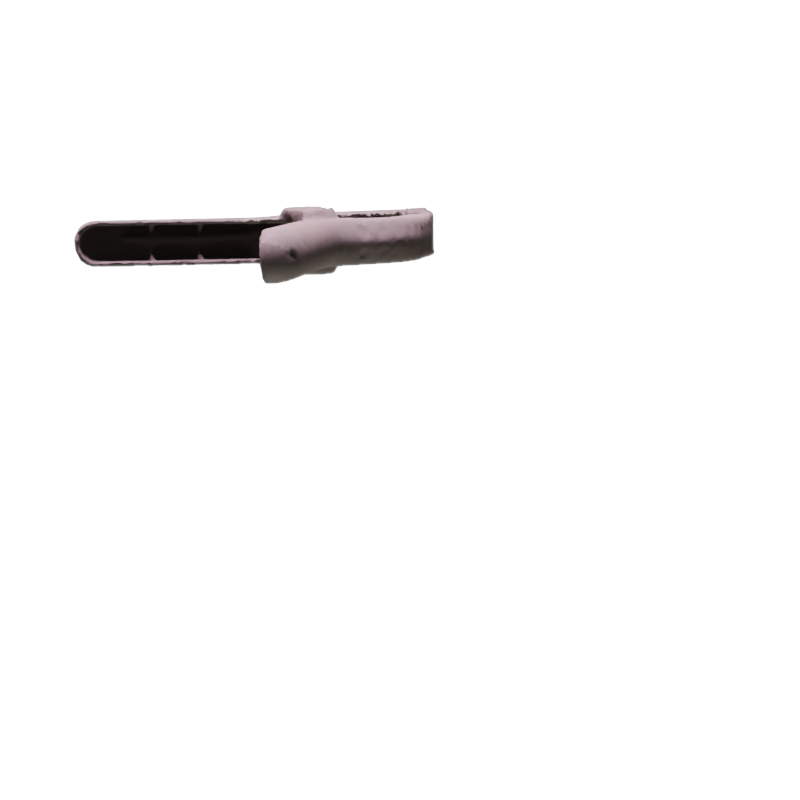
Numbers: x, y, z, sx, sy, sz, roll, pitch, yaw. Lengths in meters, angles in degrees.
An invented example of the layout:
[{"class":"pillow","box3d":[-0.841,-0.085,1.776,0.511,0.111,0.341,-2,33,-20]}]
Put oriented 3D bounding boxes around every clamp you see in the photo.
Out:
[{"class":"clamp","box3d":[-0.047,-0.086,0.601,0.204,0.036,0.173,-10,15,-38]}]
